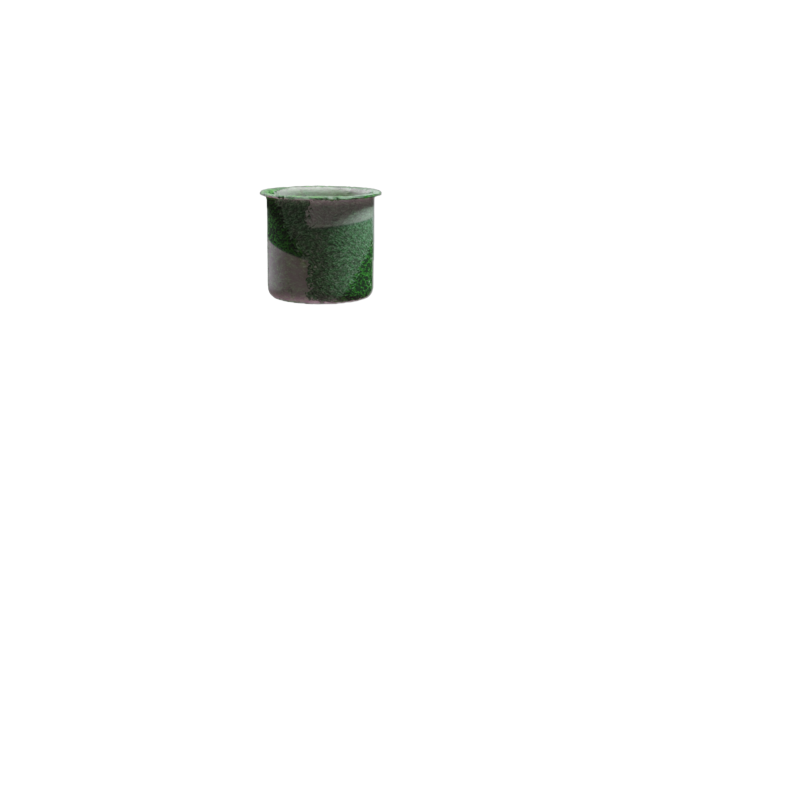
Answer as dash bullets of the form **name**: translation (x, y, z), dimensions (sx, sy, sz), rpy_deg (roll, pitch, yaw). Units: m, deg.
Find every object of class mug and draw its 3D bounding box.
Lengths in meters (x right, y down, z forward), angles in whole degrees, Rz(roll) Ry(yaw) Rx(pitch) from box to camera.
- **mug**: translation (-0.067, -0.123, 0.859), dimensions (0.091, 0.080, 0.123), rpy_deg (-7, 15, -30)
